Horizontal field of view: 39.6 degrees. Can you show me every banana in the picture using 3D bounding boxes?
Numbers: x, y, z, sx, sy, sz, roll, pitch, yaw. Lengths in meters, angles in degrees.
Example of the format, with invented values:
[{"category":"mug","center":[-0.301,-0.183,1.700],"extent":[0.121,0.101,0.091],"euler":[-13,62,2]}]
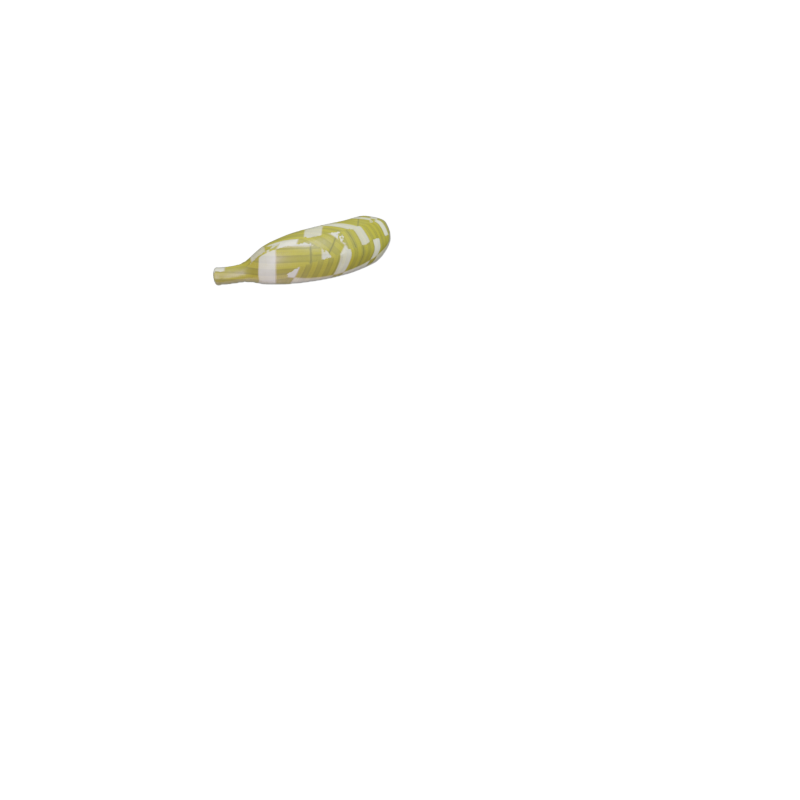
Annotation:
[{"category":"banana","center":[-0.050,-0.113,0.807],"extent":[0.073,0.036,0.195],"euler":[9,19,30]}]
